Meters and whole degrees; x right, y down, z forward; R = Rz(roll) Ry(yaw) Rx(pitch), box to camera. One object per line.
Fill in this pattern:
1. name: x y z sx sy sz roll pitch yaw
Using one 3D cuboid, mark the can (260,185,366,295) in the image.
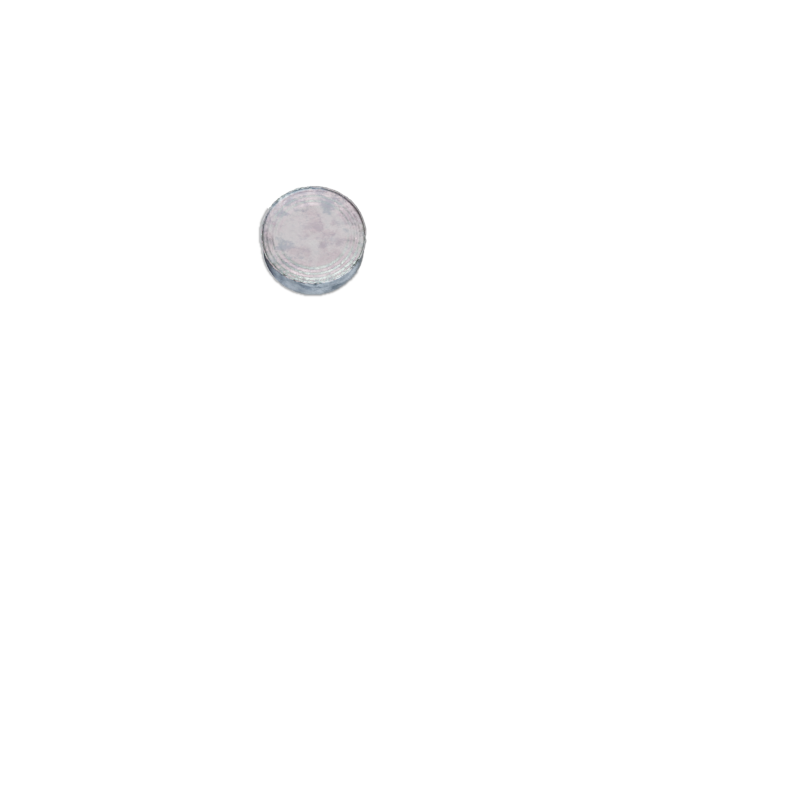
1. can: -0.071 -0.129 0.906 0.086 0.090 0.032 -1 -21 -1
